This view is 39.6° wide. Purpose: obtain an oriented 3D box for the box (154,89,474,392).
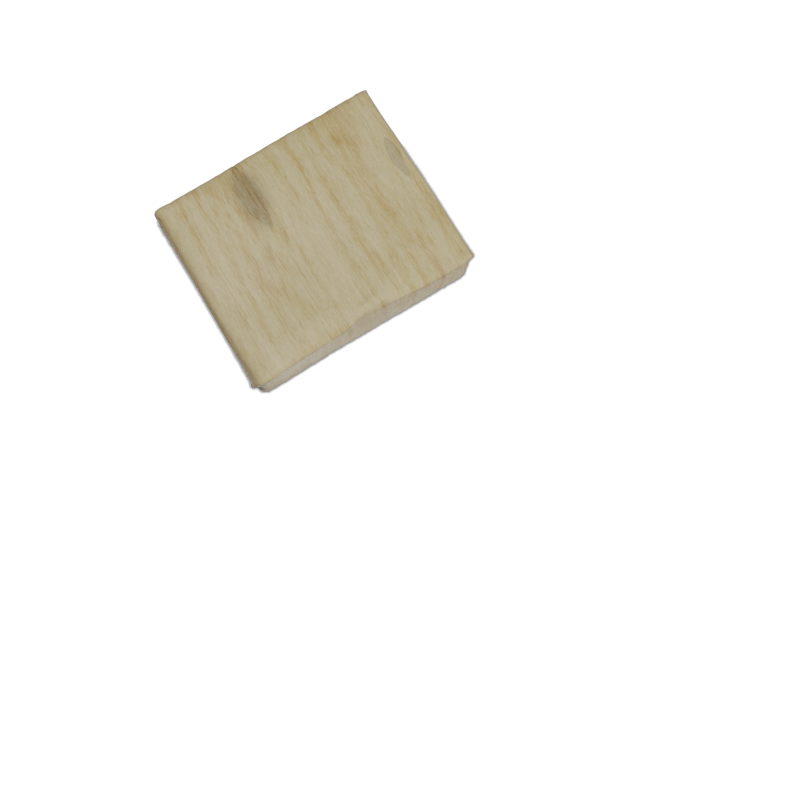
[{"bbox_3d":[-0.031,-0.056,0.394,0.089,0.076,0.029,-31,-12,-8],"label":"box"}]
